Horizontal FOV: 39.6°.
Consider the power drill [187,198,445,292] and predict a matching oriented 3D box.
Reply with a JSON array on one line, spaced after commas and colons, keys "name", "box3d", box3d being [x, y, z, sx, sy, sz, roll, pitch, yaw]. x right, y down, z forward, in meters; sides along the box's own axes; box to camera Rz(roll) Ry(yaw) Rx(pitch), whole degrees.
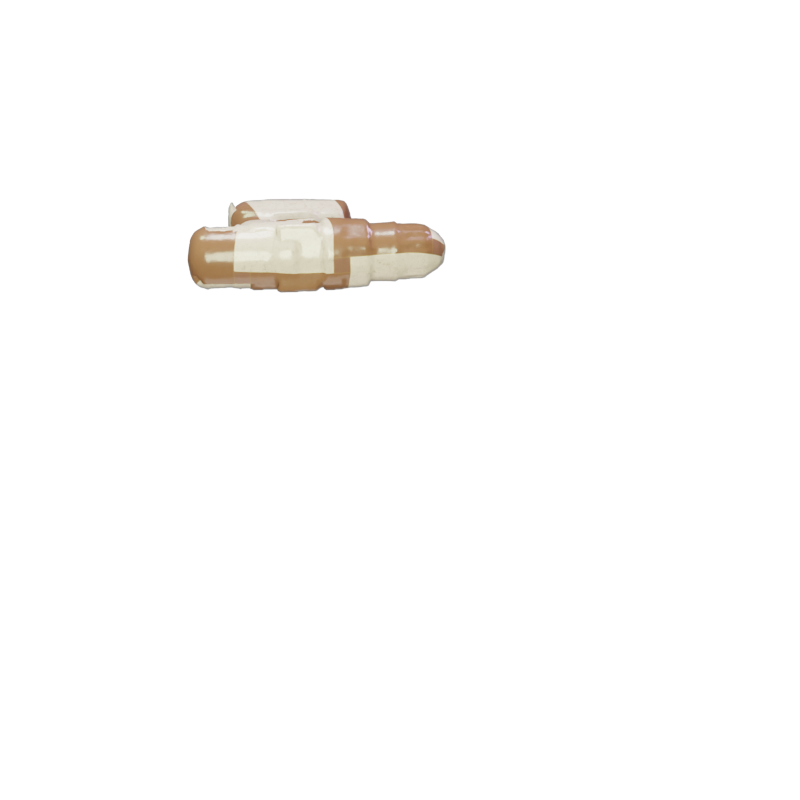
[{"name": "power drill", "box3d": [-0.068, -0.123, 0.864, 0.183, 0.056, 0.193, -1, 13, -4]}]
